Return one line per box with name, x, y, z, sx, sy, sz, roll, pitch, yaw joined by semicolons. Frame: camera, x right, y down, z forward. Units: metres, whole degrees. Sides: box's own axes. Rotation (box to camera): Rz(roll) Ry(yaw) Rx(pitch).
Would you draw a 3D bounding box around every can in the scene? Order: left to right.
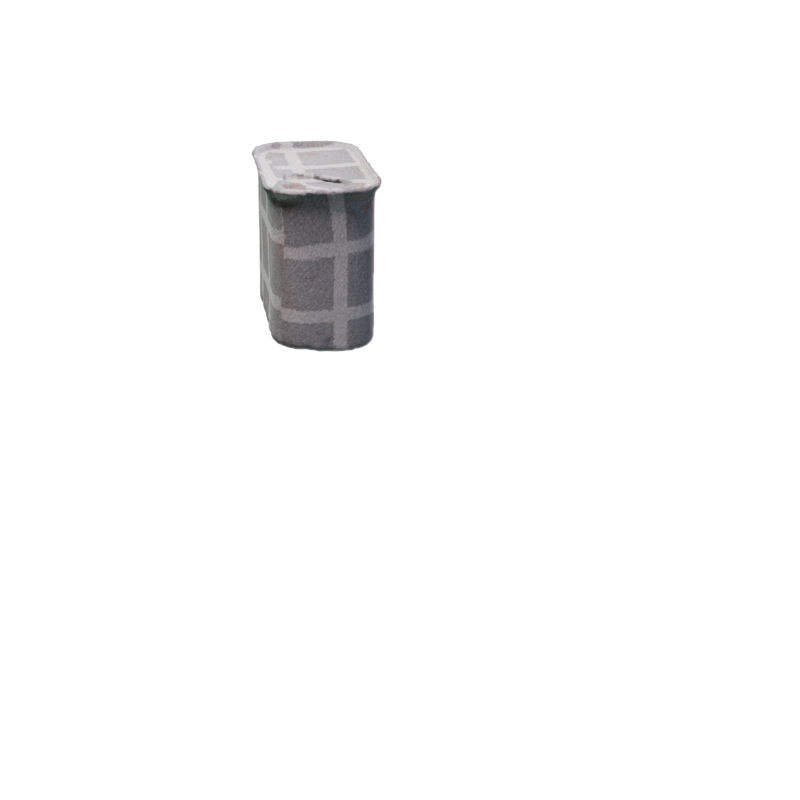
can;-0.045;-0.082;0.572;0.057;0.080;0.108;-3;23;-10
